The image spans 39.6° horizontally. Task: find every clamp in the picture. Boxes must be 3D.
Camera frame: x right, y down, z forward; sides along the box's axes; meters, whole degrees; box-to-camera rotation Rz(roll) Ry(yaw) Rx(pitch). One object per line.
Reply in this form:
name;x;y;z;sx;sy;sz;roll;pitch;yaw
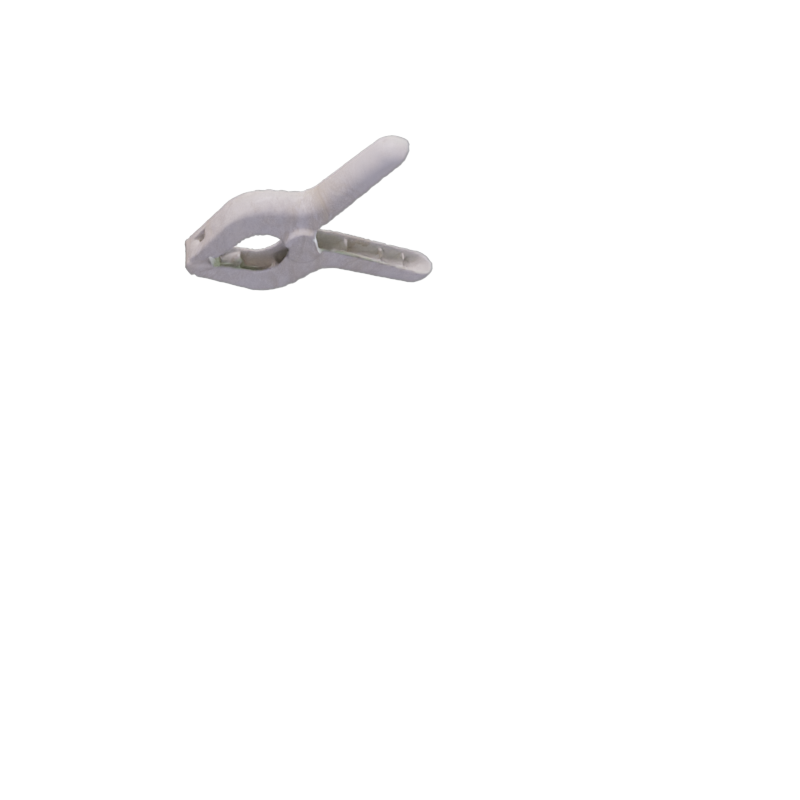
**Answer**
clamp;-0.060;-0.109;0.763;0.172;0.111;0.042;-16;36;11
